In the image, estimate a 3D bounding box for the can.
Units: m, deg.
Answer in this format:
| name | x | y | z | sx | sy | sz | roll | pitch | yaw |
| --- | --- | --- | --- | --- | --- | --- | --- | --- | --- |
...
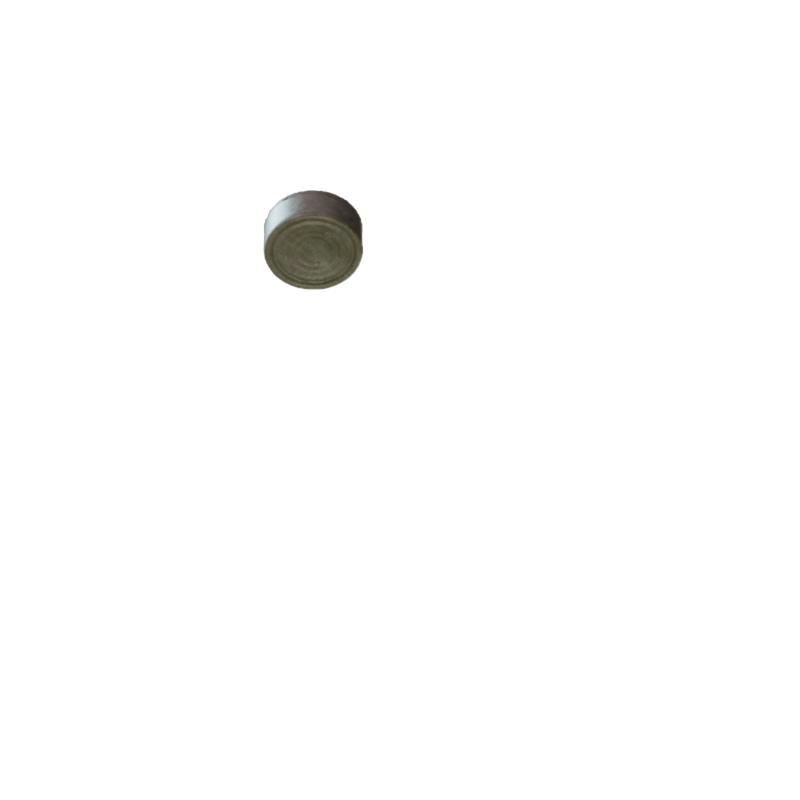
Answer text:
| name | x | y | z | sx | sy | sz | roll | pitch | yaw |
| --- | --- | --- | --- | --- | --- | --- | --- | --- | --- |
| can | -0.074 | -0.135 | 0.948 | 0.086 | 0.080 | 0.036 | 1 | 43 | -1 |
